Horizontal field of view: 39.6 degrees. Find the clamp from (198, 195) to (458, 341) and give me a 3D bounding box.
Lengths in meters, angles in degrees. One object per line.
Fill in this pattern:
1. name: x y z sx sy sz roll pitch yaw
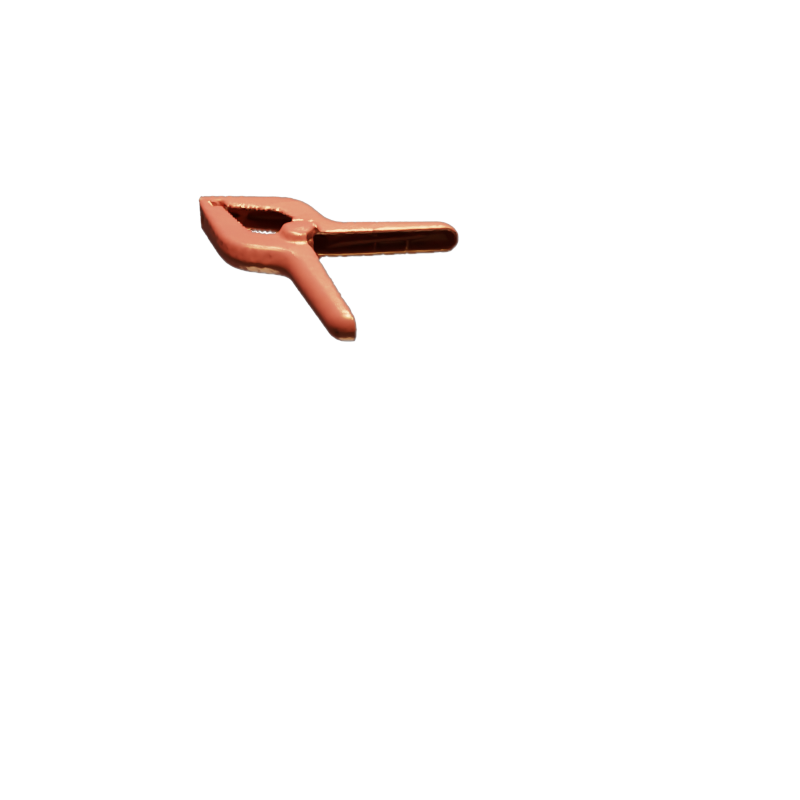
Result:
1. clamp: -0.070 -0.127 0.888 0.223 0.034 0.165 26 44 31
